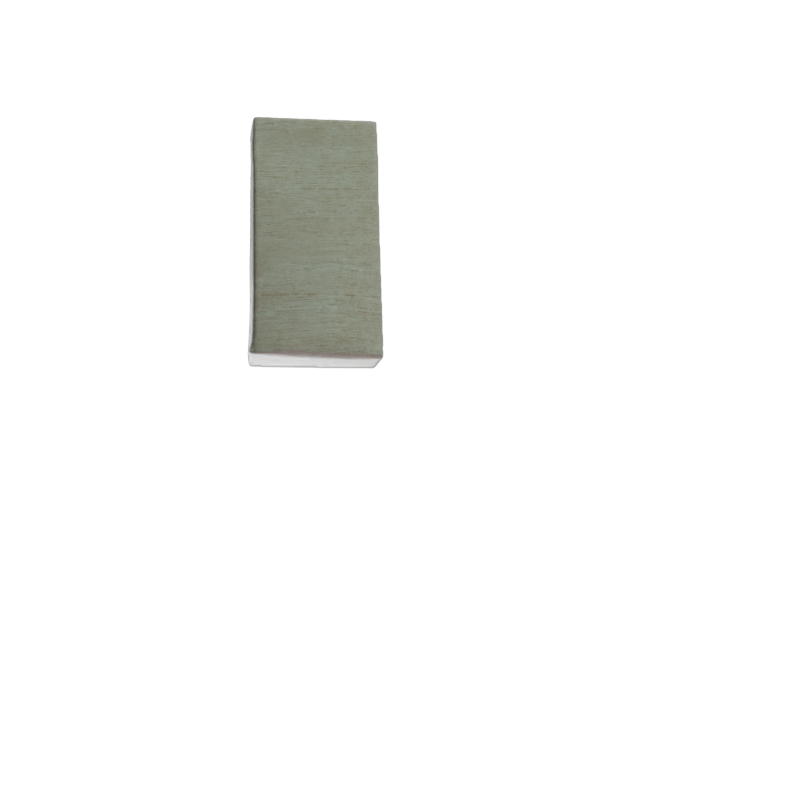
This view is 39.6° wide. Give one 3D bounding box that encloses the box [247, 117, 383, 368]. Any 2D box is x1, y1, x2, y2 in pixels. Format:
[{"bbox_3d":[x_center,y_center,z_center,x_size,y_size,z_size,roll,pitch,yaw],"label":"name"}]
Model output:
[{"bbox_3d":[-0.062,-0.113,0.794,0.092,0.184,0.046,1,-19,-7],"label":"box"}]
